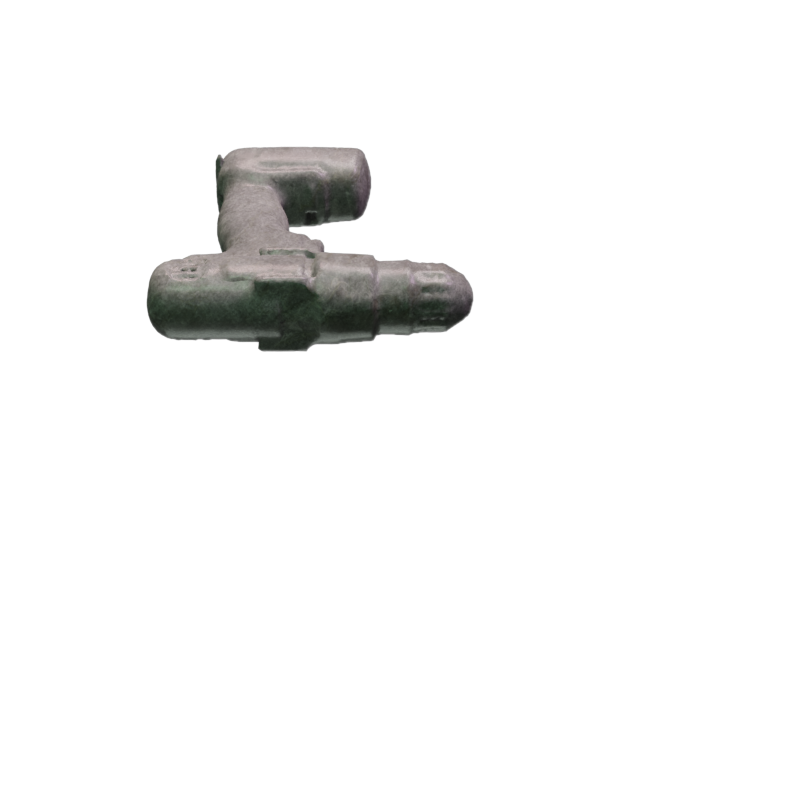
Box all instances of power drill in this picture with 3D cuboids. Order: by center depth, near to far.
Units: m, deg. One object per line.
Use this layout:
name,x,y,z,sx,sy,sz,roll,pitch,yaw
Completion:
power drill,-0.054,-0.098,0.690,0.184,0.054,0.199,0,32,0
